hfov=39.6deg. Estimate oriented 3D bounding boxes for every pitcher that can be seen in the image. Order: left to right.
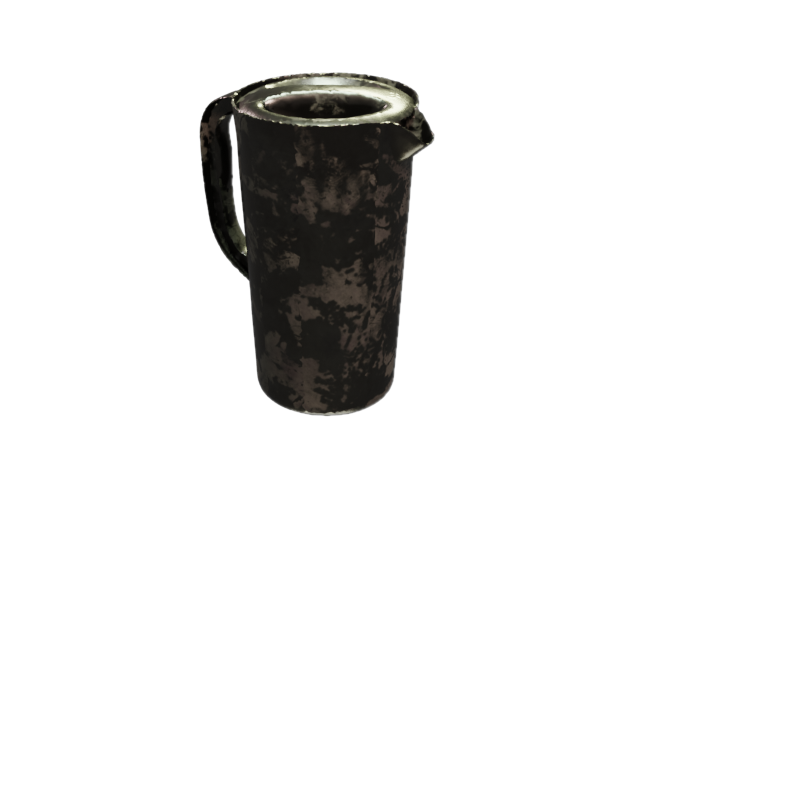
[{"bbox_3d":[-0.065,-0.119,0.832,0.143,0.230,0.160,-7,28,-16],"label":"pitcher"}]
